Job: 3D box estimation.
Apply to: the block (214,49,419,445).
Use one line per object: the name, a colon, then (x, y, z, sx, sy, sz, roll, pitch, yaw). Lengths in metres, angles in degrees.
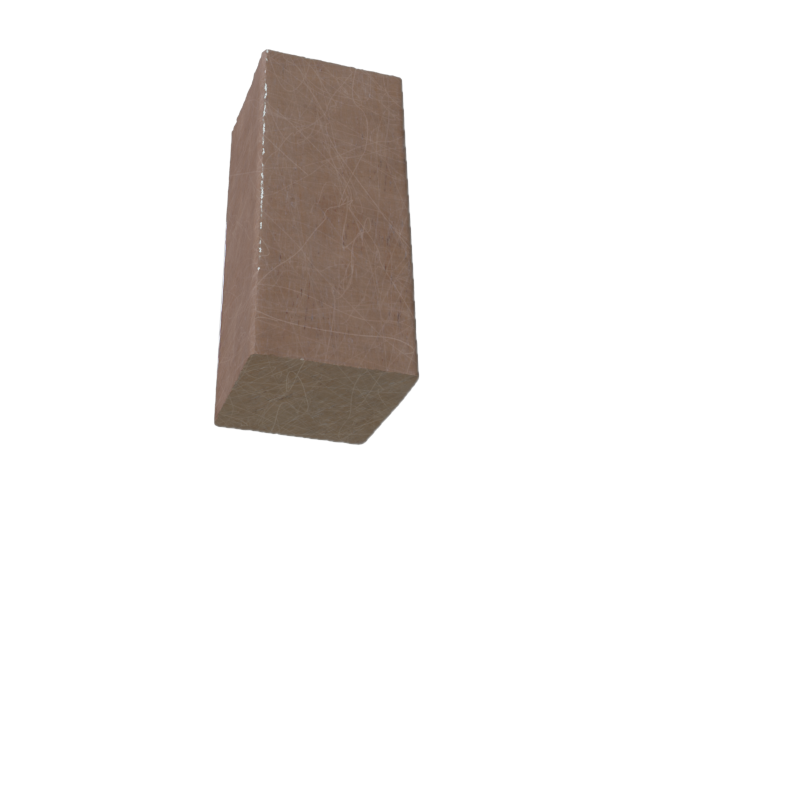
block: (-0.050, -0.091, 0.642, 0.088, 0.220, 0.087, 9, -33, -17)
